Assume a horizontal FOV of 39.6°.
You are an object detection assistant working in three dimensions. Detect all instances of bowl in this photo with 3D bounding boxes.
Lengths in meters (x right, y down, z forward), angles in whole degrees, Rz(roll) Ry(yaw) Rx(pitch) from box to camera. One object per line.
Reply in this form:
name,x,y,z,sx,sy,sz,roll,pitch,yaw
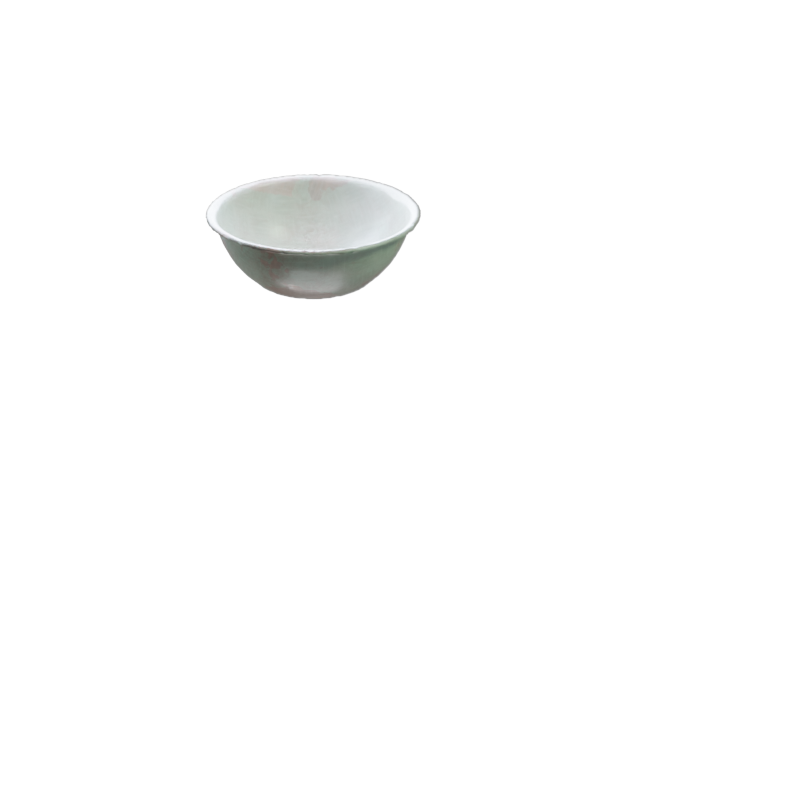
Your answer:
bowl,-0.066,-0.121,0.846,0.162,0.052,0.172,-1,29,-2
